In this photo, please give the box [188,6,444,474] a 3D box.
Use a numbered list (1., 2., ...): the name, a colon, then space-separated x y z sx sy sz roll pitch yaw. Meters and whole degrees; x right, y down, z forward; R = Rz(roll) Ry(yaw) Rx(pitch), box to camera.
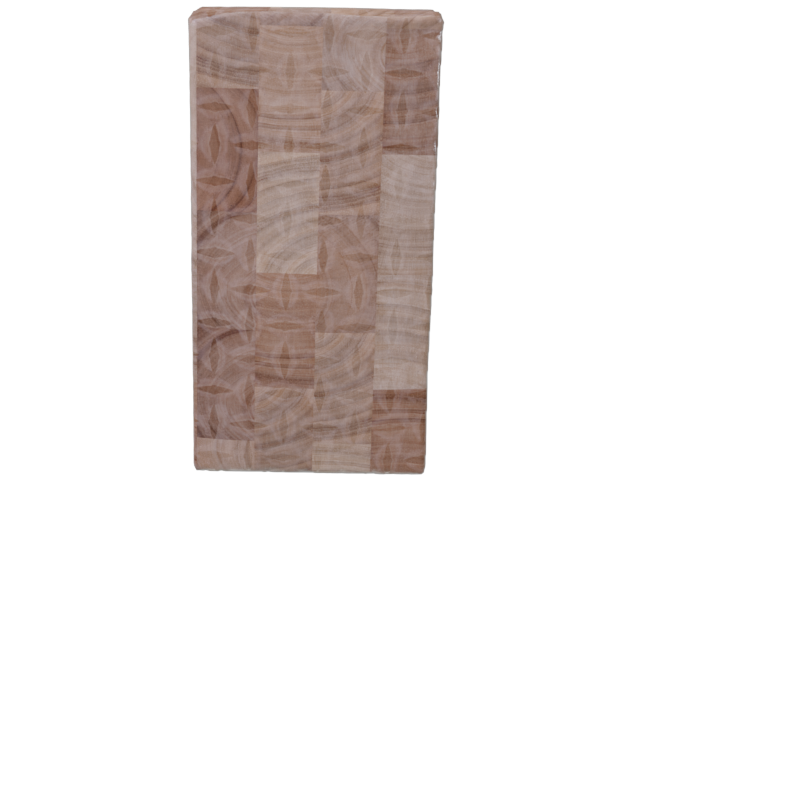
1. box: -0.034 -0.061 0.426 0.093 0.169 0.050 1 17 -1
